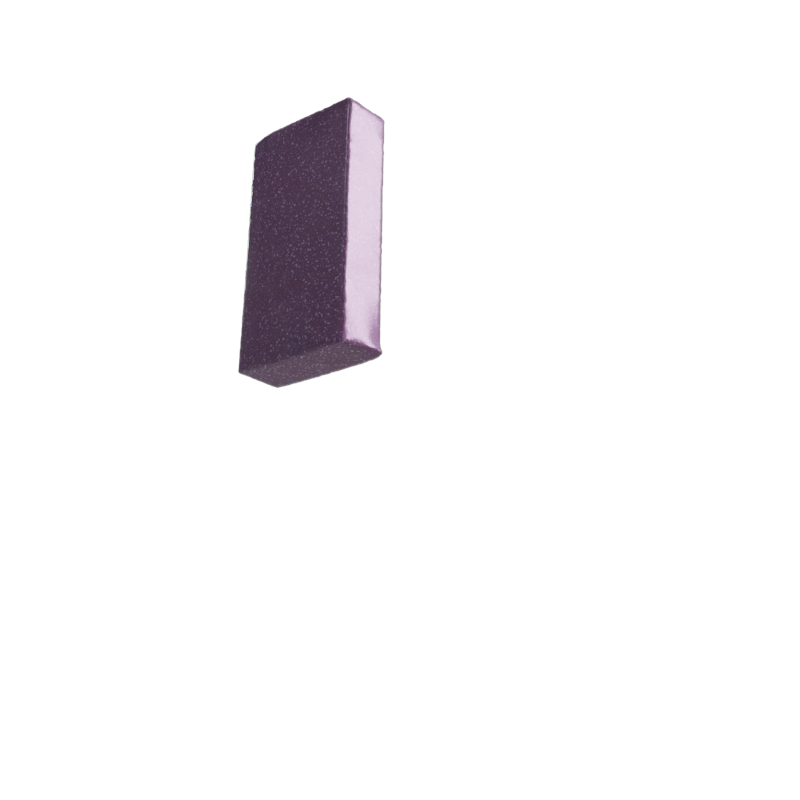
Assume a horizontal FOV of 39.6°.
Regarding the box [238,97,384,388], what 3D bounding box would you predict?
[{"bbox_3d":[-0.058,-0.105,0.735,0.094,0.186,0.045,-19,-29,35],"label":"box"}]
